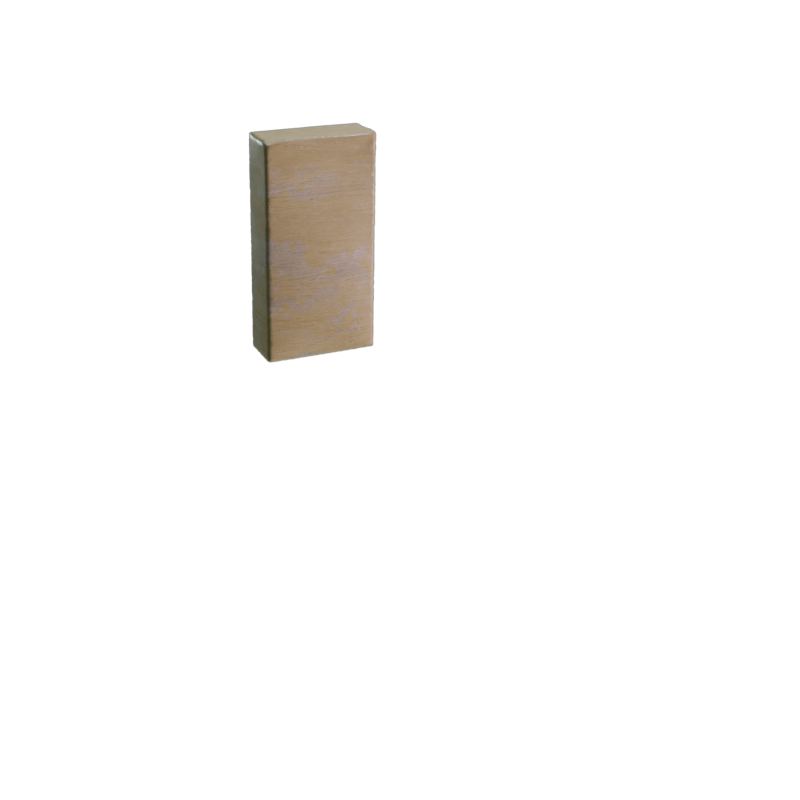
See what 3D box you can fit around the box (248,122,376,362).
[{"bbox_3d":[-0.068,-0.123,0.863,0.091,0.168,0.051,-9,24,-23],"label":"box"}]
